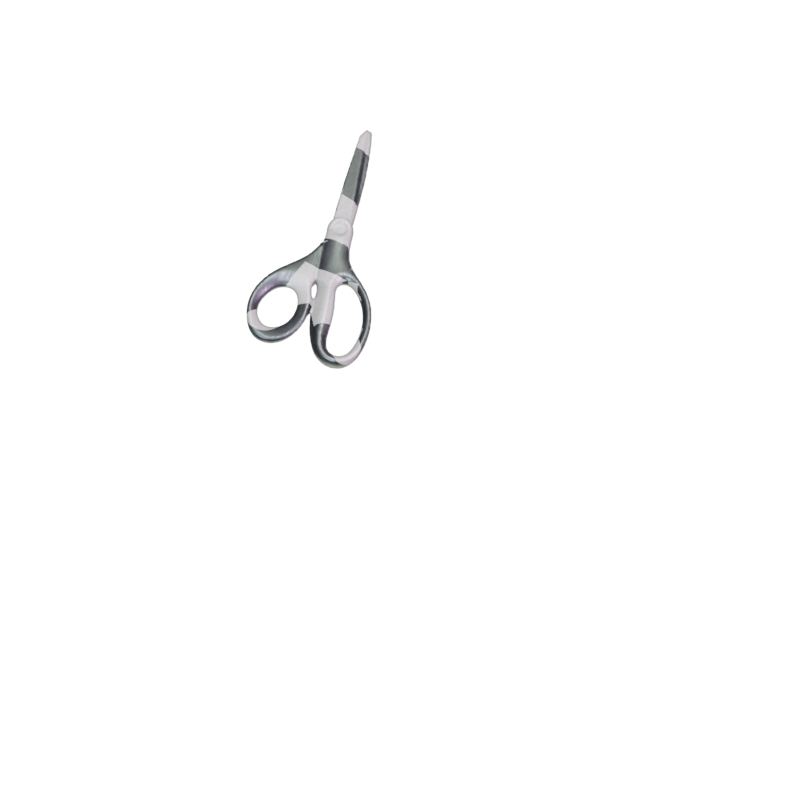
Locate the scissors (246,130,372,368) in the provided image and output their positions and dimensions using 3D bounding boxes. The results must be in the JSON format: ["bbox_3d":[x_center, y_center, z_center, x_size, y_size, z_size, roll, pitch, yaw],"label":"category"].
[{"bbox_3d":[-0.063,-0.115,0.808,0.096,0.215,0.015,-3,-30,-2],"label":"scissors"}]
